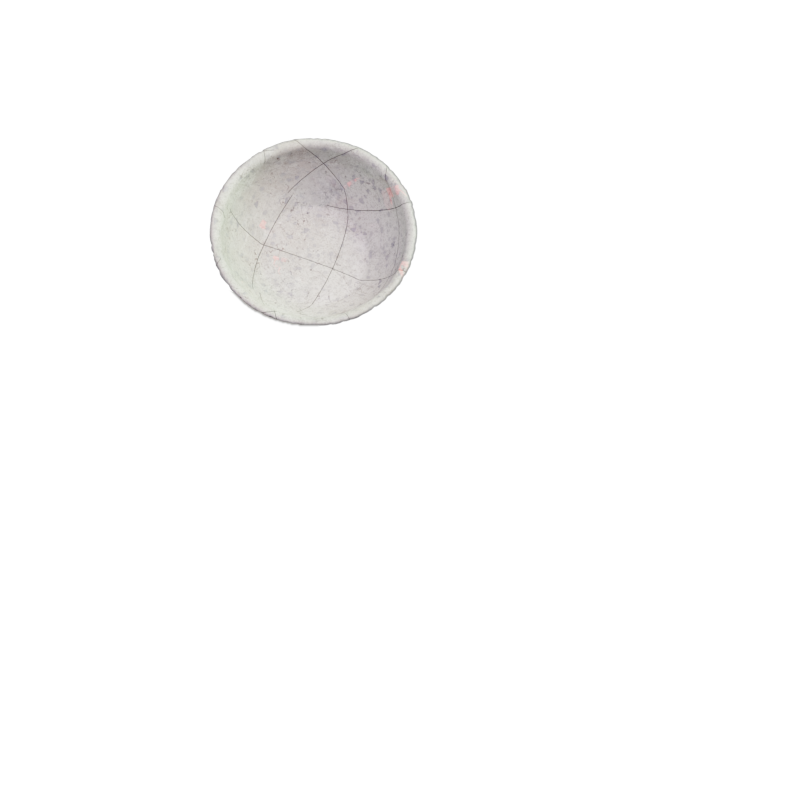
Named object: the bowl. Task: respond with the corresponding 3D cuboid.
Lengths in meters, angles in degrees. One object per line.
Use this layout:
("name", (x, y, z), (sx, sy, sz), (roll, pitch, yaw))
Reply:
("bowl", (-0.069, -0.127, 0.886), (0.162, 0.171, 0.052), (-1, -23, -1))
